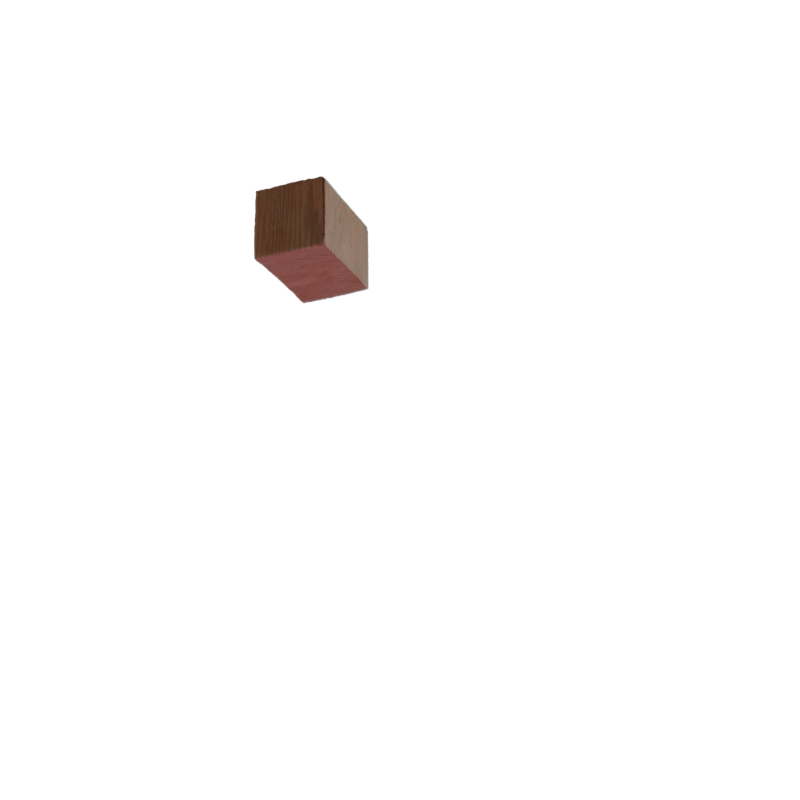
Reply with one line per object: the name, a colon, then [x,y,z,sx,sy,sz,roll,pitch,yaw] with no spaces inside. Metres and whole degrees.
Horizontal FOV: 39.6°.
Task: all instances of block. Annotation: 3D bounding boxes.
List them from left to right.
block: [-0.059,-0.107,0.752,0.053,0.054,0.072,-10,-25,19]
